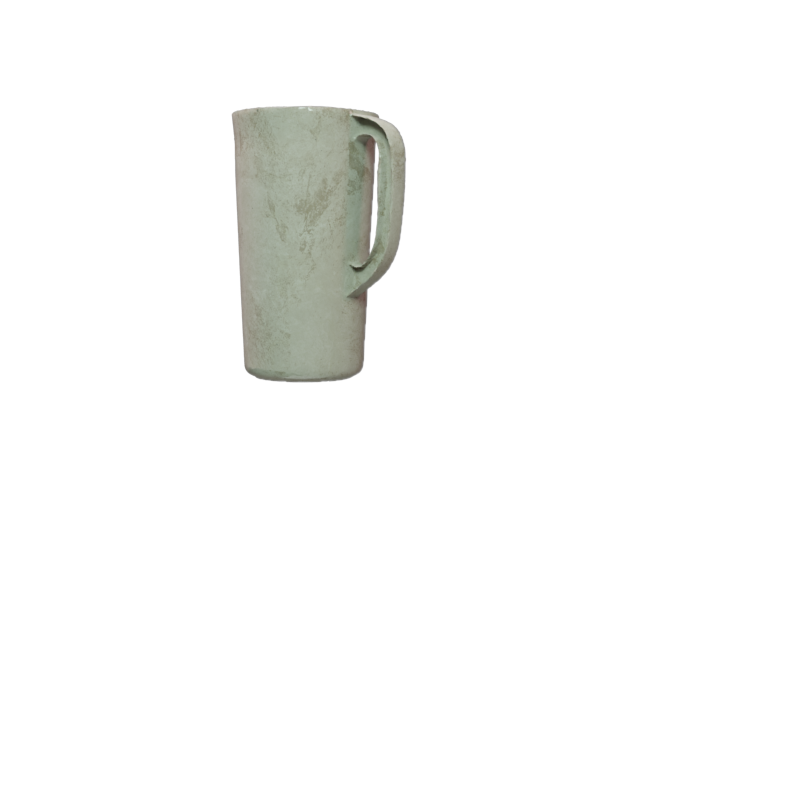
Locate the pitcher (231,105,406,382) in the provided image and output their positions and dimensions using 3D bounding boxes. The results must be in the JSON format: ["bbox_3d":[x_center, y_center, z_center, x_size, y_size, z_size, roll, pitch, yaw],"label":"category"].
[{"bbox_3d":[-0.078,-0.141,0.991,0.143,0.243,0.151,0,2,-8],"label":"pitcher"}]
